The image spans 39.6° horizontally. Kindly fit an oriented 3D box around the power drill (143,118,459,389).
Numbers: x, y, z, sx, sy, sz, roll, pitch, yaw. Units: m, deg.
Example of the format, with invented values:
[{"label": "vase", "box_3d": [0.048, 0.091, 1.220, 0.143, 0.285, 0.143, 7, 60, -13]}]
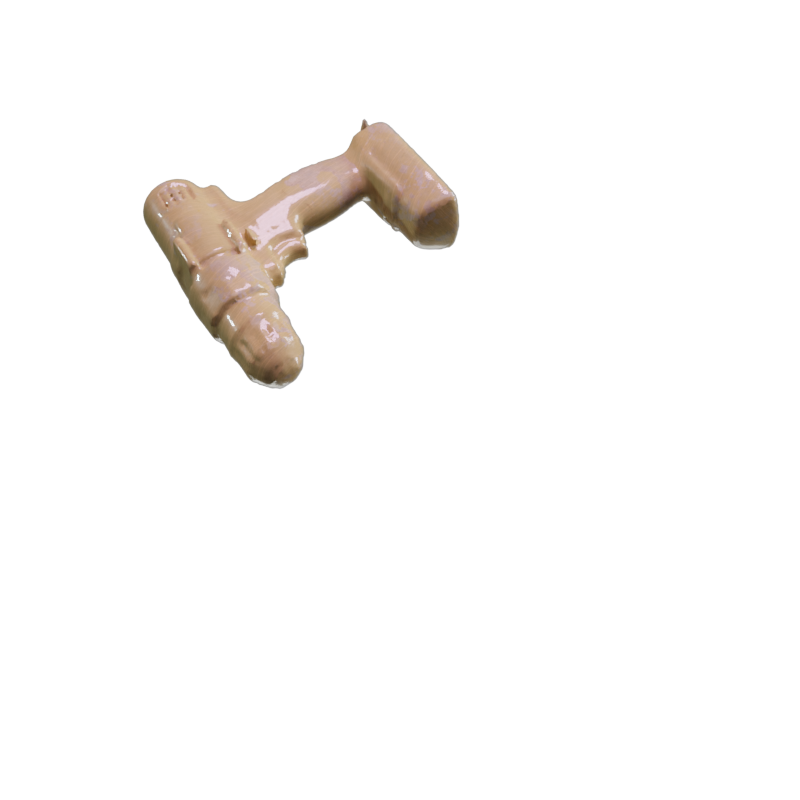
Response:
[{"label": "power drill", "box_3d": [-0.058, -0.105, 0.738, 0.186, 0.199, 0.053, -24, -36, -19]}]
